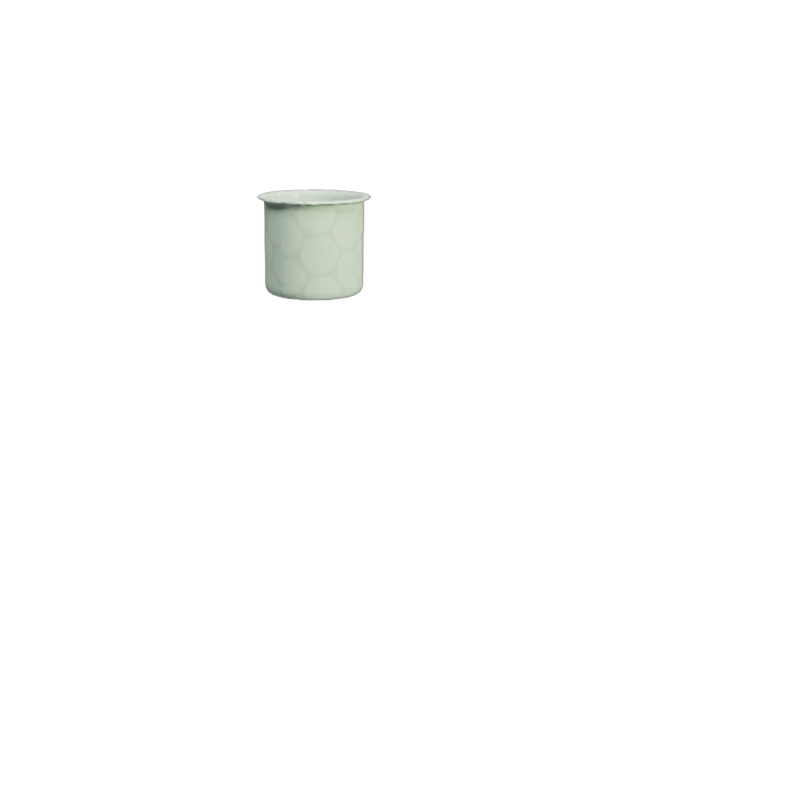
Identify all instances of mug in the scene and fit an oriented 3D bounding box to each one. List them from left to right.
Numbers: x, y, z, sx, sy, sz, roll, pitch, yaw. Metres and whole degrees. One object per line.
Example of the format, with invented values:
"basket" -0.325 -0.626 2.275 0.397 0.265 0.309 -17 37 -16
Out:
"mug" -0.072 -0.132 0.926 0.093 0.079 0.121 -1 14 -6
